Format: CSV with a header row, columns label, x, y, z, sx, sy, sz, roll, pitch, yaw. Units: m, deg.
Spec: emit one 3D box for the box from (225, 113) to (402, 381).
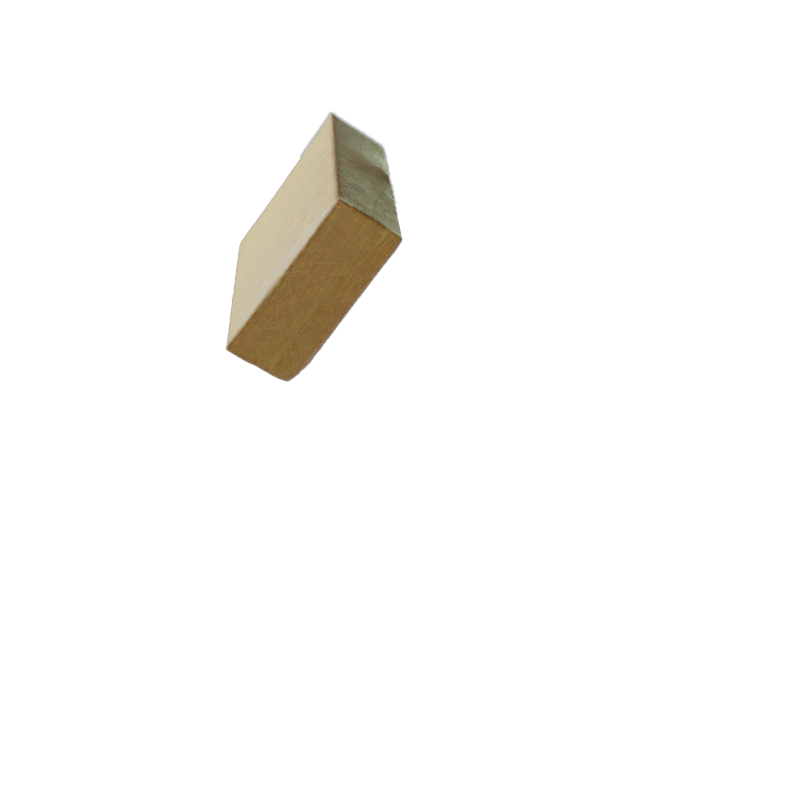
label,x,y,z,sx,sy,sz,roll,pitch,yaw
box,-0.076,-0.139,0.975,0.069,0.161,0.227,31,23,-20
